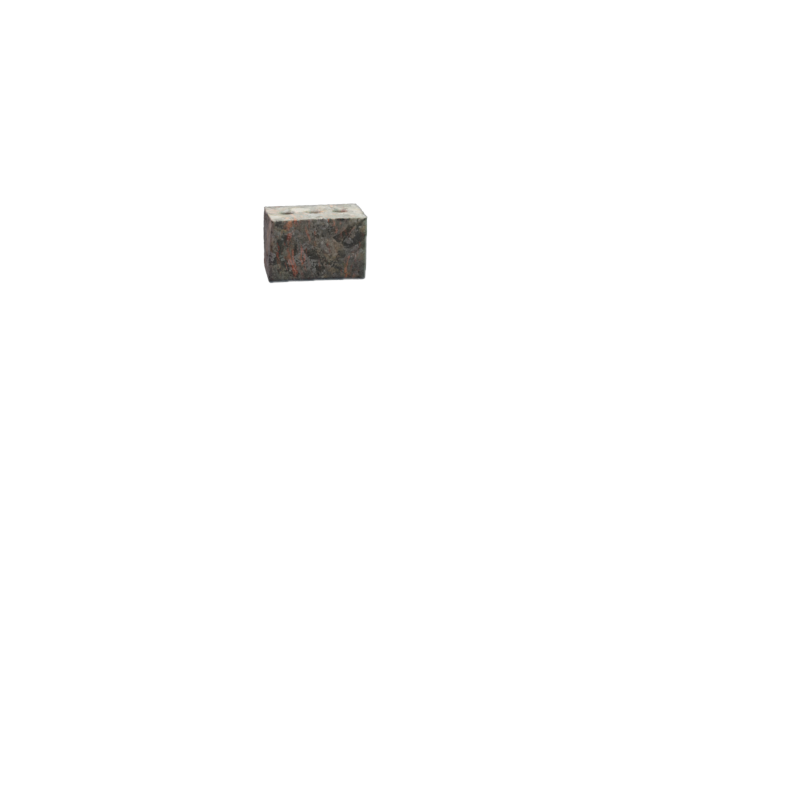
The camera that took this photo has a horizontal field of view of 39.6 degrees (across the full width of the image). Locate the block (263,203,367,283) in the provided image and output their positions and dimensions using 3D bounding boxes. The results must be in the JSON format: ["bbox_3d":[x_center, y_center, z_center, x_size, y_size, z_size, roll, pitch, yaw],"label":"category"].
[{"bbox_3d":[-0.069,-0.126,0.884,0.077,0.049,0.056,-3,20,-10],"label":"block"}]
